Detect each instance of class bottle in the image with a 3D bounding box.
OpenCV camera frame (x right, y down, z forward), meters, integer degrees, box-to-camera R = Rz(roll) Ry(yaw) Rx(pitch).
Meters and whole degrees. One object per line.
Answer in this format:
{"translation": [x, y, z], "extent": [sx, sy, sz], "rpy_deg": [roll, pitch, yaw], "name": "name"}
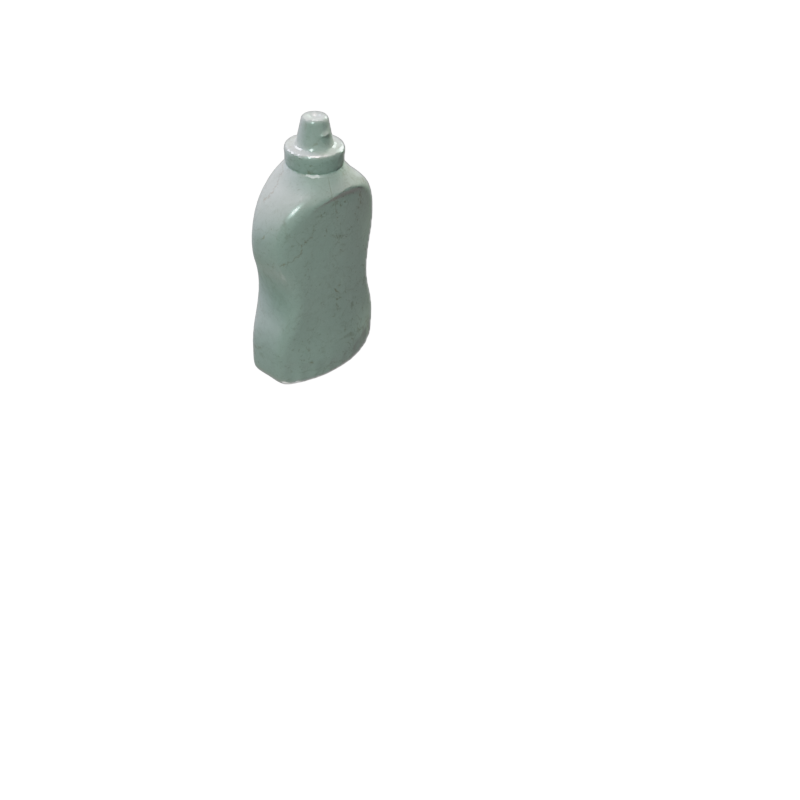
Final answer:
{"translation": [-0.060, -0.110, 0.773], "extent": [0.062, 0.180, 0.096], "rpy_deg": [29, 42, 35], "name": "bottle"}
